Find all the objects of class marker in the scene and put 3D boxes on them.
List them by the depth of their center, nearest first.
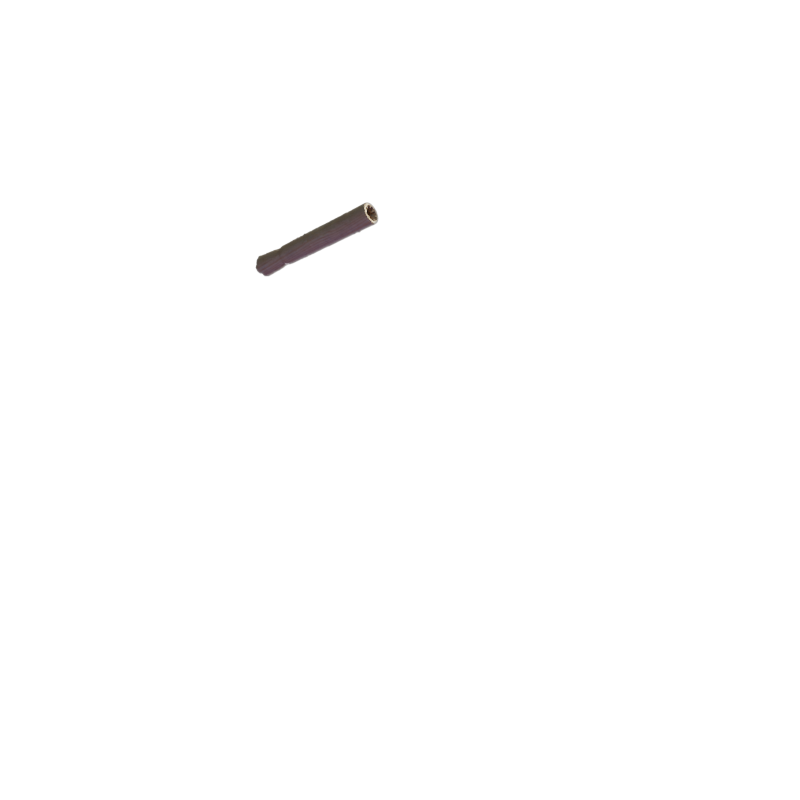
[{"bbox_3d":[-0.071,-0.129,0.905,0.122,0.020,0.019,-21,-8,32],"label":"marker"}]
